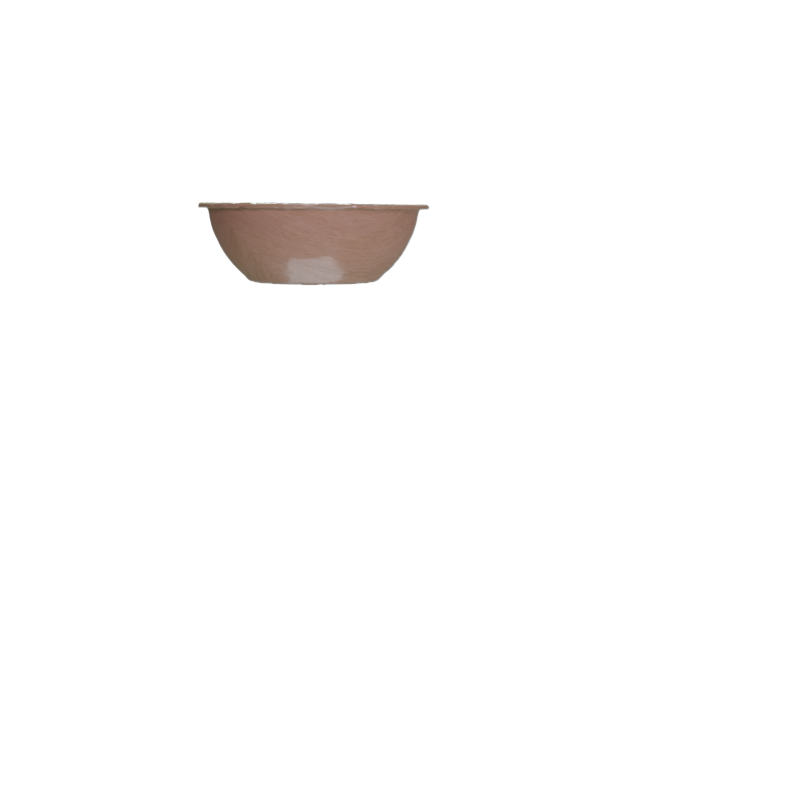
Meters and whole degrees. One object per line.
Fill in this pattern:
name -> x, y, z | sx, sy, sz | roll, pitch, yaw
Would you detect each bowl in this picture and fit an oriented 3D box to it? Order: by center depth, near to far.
bowl -> -0.061, -0.111, 0.777 | 0.162, 0.054, 0.165 | 0, 9, -2
